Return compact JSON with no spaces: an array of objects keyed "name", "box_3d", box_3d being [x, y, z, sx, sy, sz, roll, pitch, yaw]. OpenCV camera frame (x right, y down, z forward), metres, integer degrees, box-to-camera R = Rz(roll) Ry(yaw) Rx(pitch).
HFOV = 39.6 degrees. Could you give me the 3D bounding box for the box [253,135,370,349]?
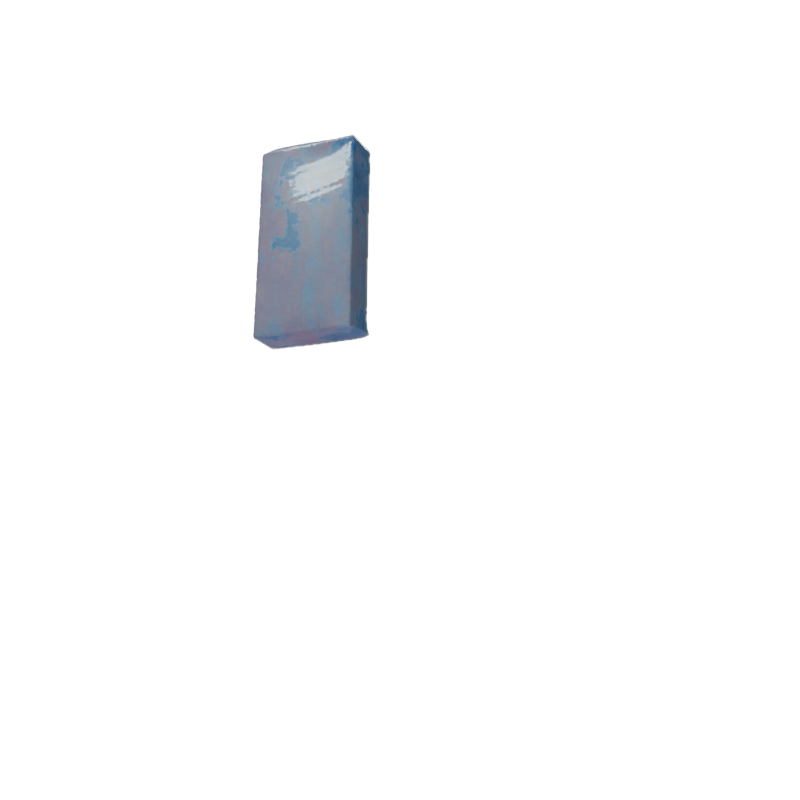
[{"name":"box","box_3d":[-0.076,-0.137,0.961,0.095,0.184,0.045,-9,-20,22]}]
